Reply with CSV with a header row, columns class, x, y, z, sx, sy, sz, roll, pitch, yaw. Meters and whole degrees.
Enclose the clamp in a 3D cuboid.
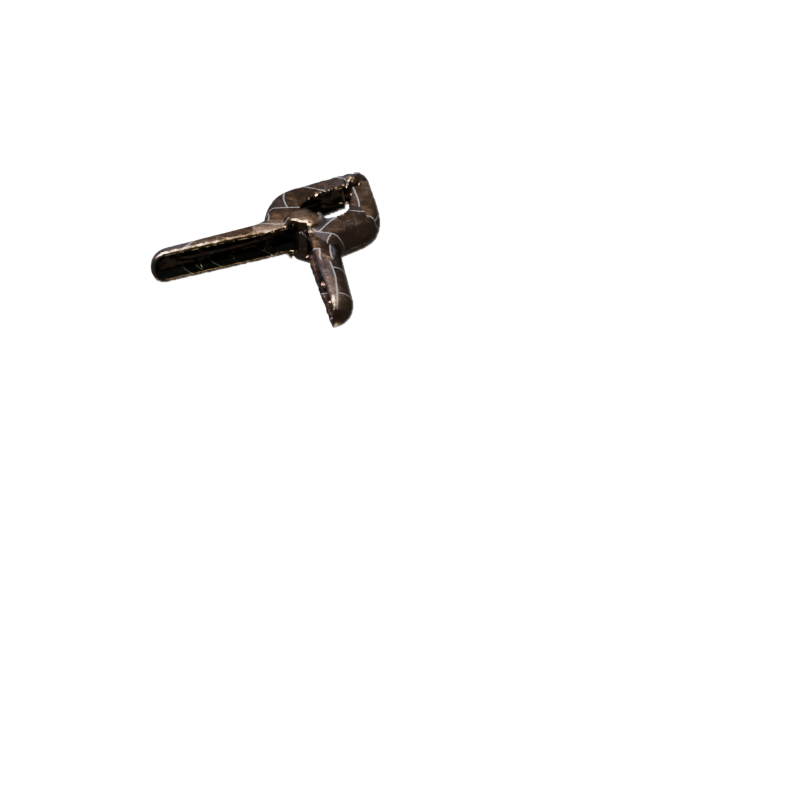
class,x,y,z,sx,sy,sz,roll,pitch,yaw
clamp,-0.068,-0.124,0.867,0.173,0.034,0.213,19,39,26
